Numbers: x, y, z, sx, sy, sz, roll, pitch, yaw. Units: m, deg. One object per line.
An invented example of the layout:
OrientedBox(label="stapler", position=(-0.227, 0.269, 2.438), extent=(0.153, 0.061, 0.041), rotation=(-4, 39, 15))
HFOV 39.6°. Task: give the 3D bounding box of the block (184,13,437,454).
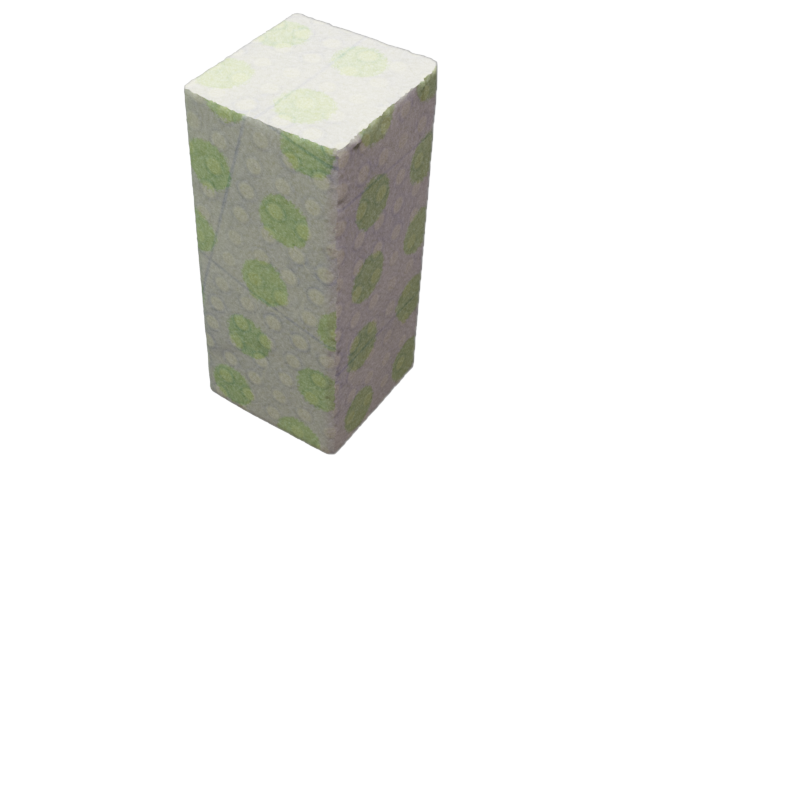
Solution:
OrientedBox(label="block", position=(-0.045, -0.083, 0.584), extent=(0.095, 0.192, 0.092), rotation=(26, 48, 22))
